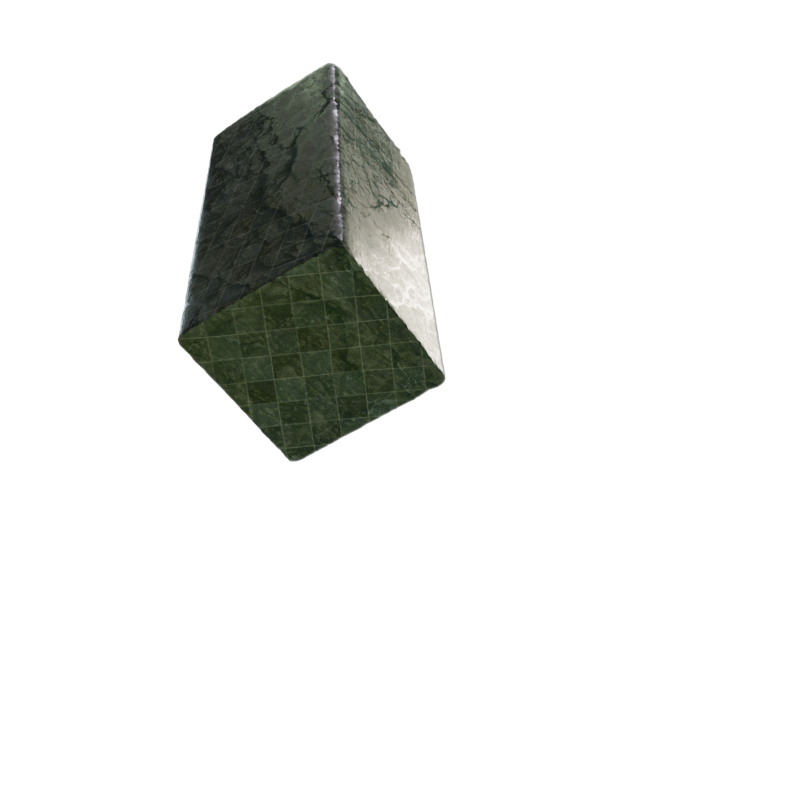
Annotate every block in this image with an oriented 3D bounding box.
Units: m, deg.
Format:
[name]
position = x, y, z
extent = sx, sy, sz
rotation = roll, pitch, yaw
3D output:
[block]
position = -0.045, -0.083, 0.581
extent = 0.090, 0.085, 0.220
rotation = -29, 32, 16
